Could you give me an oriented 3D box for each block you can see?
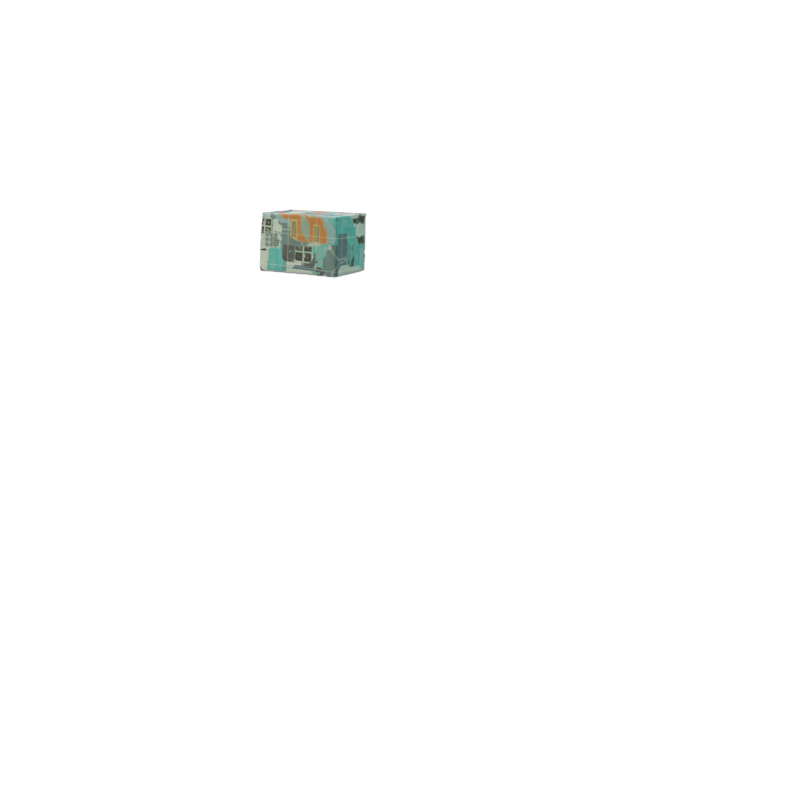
[{"bbox_3d":[-0.075,-0.136,0.956,0.081,0.050,0.052,7,12,29],"label":"block"}]
